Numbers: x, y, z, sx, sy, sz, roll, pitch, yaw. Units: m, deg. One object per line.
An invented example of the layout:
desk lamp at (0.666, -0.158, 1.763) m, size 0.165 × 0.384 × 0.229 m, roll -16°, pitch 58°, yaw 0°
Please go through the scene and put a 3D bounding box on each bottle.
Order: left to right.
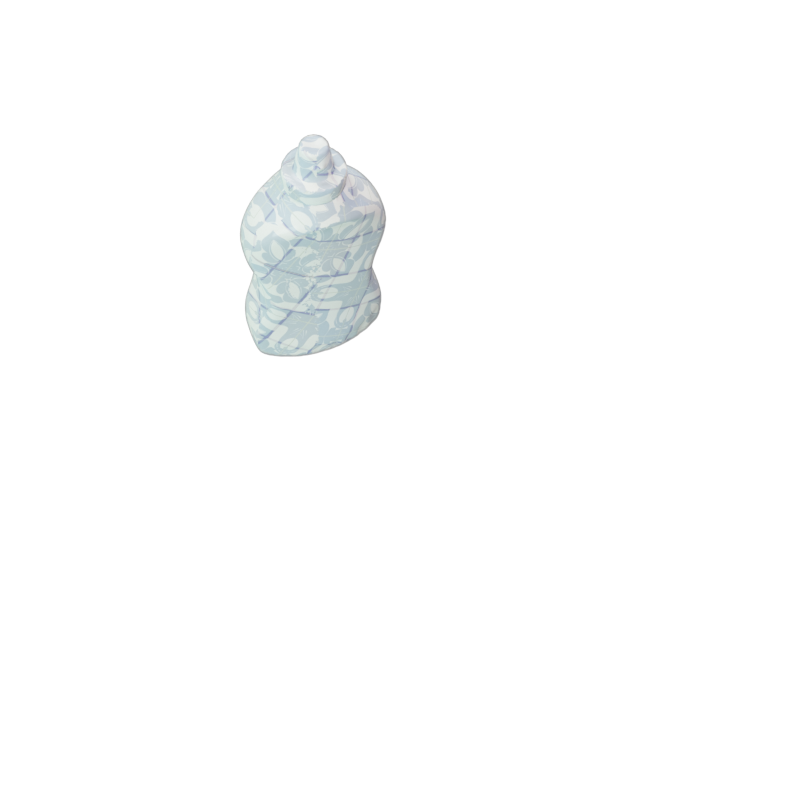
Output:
bottle at (-0.057, -0.105, 0.736) m, size 0.095 × 0.063 × 0.179 m, roll -15°, pitch -31°, yaw -13°
